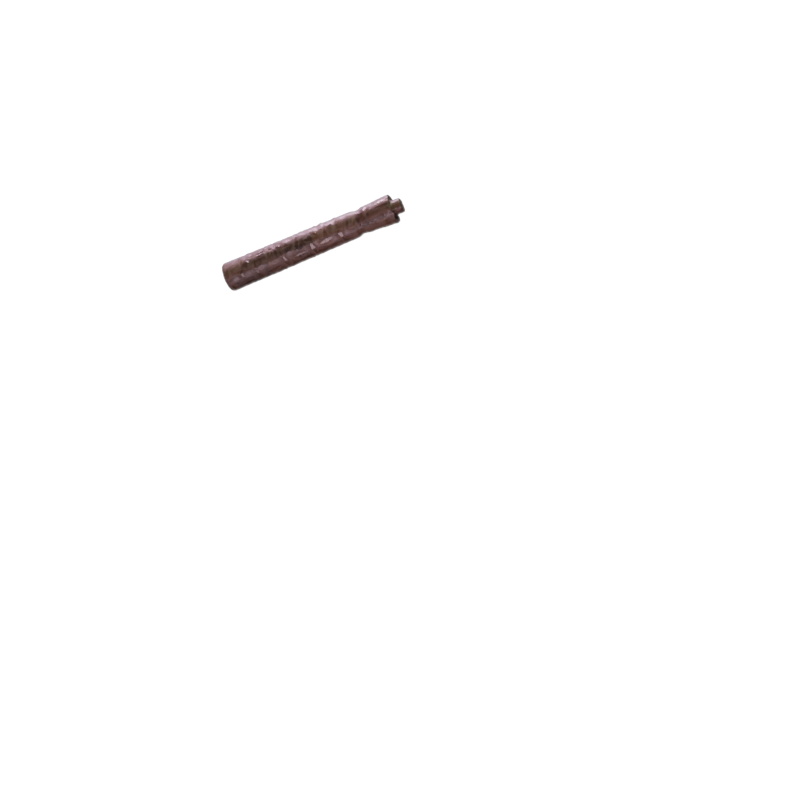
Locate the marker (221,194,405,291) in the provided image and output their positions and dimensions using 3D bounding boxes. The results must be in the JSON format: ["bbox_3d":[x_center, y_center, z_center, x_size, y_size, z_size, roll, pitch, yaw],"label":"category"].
[{"bbox_3d":[-0.054,-0.098,0.689,0.121,0.020,0.019,-21,-1,15],"label":"marker"}]
